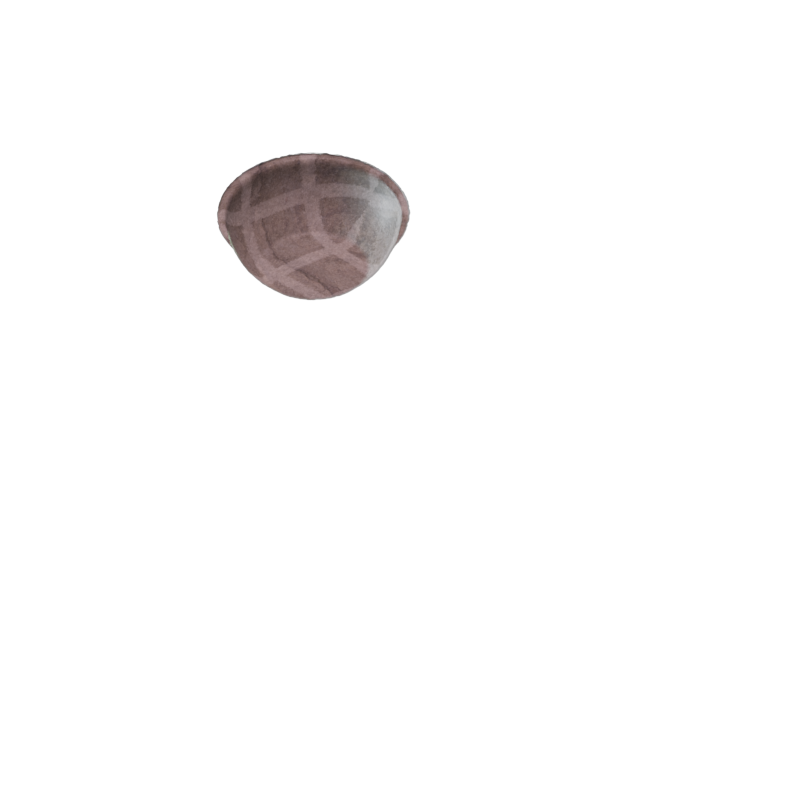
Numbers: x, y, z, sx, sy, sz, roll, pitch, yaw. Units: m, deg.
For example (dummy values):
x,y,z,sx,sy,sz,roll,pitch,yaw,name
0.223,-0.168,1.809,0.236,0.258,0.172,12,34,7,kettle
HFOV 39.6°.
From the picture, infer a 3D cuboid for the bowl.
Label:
x,y,z,sx,sy,sz,roll,pitch,yaw,name
-0.072,-0.131,0.915,0.162,0.059,0.152,1,-33,-2,bowl
